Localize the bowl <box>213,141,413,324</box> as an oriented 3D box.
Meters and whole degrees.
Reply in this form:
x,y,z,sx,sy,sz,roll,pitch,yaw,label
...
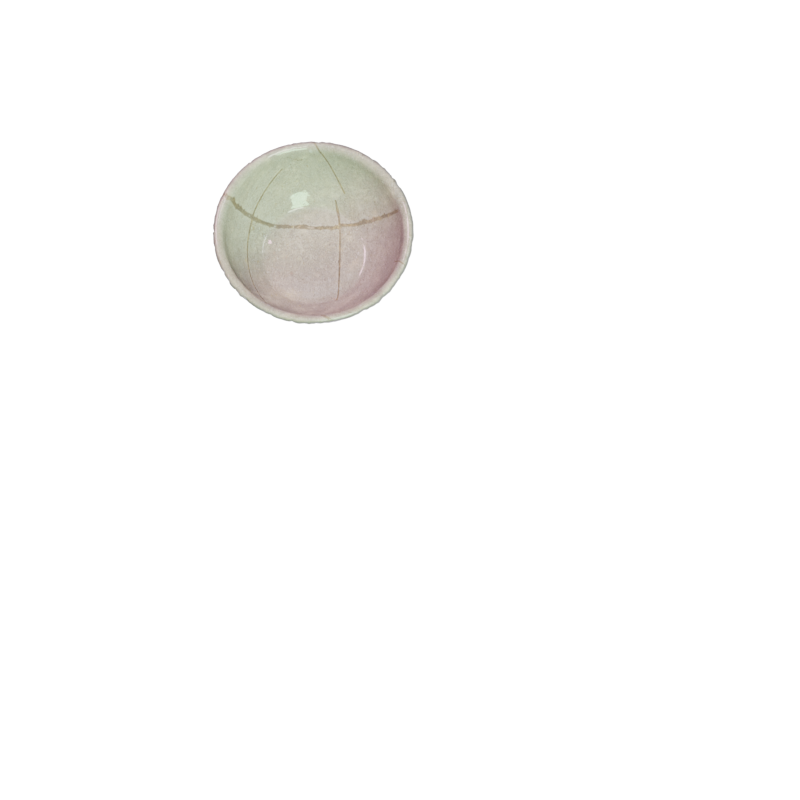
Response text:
x,y,z,sx,sy,sz,roll,pitch,yaw,label
-0.072,-0.131,0.916,0.162,0.171,0.052,-1,-22,-1,bowl
